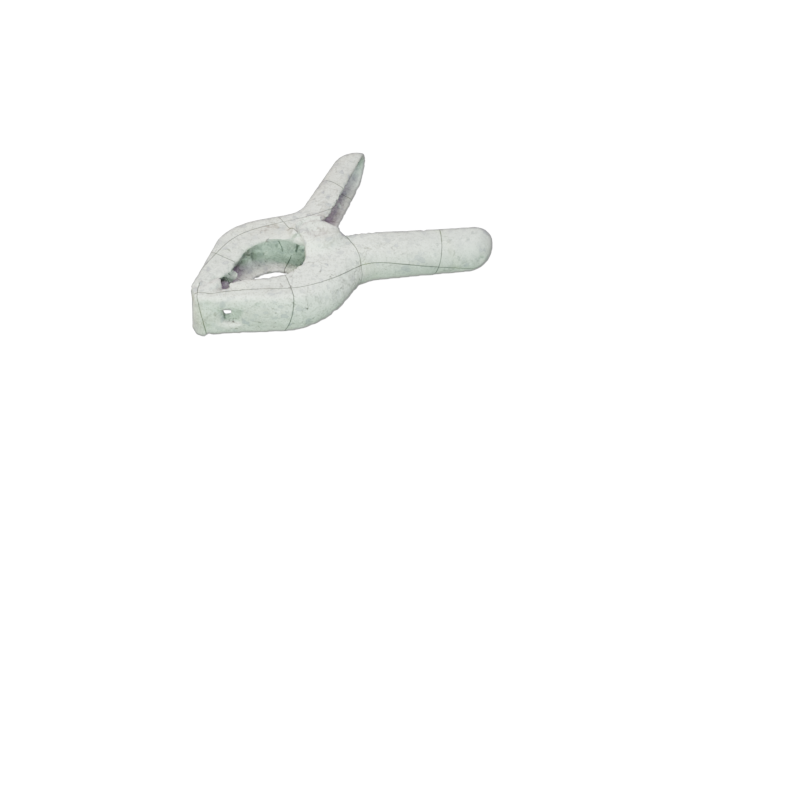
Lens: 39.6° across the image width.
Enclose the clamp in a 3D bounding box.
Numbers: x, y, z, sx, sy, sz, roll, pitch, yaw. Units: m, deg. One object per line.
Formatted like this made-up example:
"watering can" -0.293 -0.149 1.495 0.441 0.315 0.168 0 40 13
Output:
"clamp" -0.048 -0.088 0.619 0.169 0.037 0.129 -21 41 -27
